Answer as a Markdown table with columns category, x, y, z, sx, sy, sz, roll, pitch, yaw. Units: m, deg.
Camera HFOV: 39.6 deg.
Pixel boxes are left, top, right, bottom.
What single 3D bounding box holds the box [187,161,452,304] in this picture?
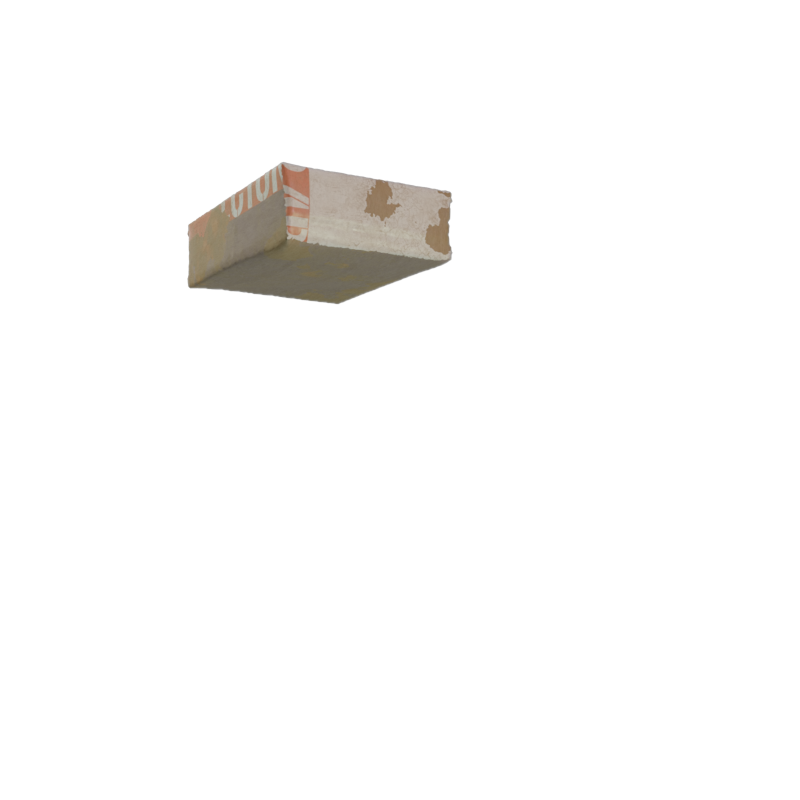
| category | x | y | z | sx | sy | sz | roll | pitch | yaw |
| --- | --- | --- | --- | --- | --- | --- | --- | --- | --- |
| box | -0.042 | -0.077 | 0.538 | 0.086 | 0.040 | 0.115 | 4 | -7 | -31 |
